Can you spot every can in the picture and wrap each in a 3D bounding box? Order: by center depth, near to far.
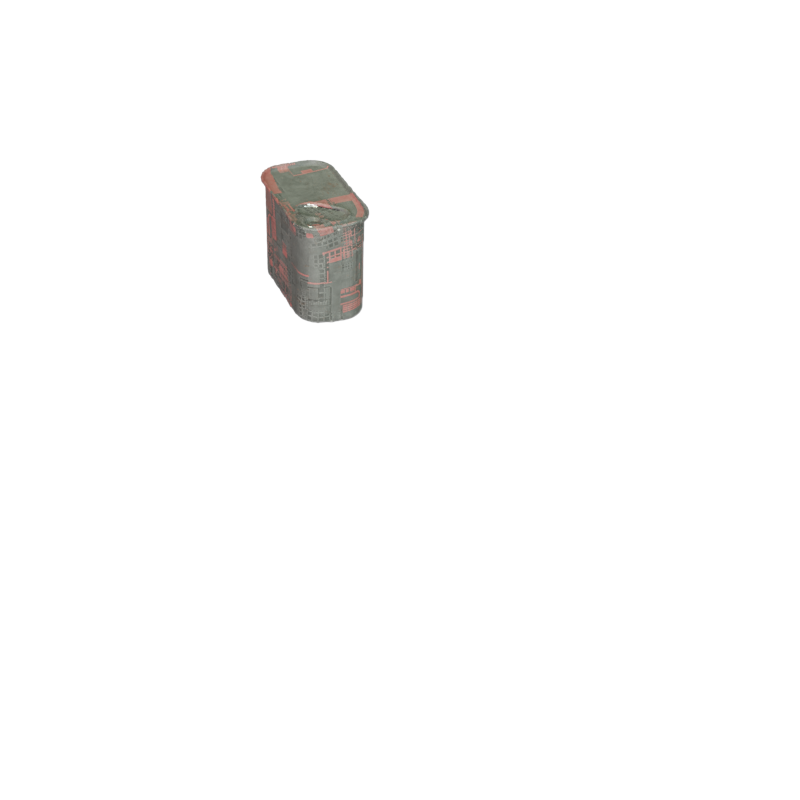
[{"bbox_3d":[-0.064,-0.117,0.820,0.057,0.079,0.110,-12,37,-19],"label":"can"}]
